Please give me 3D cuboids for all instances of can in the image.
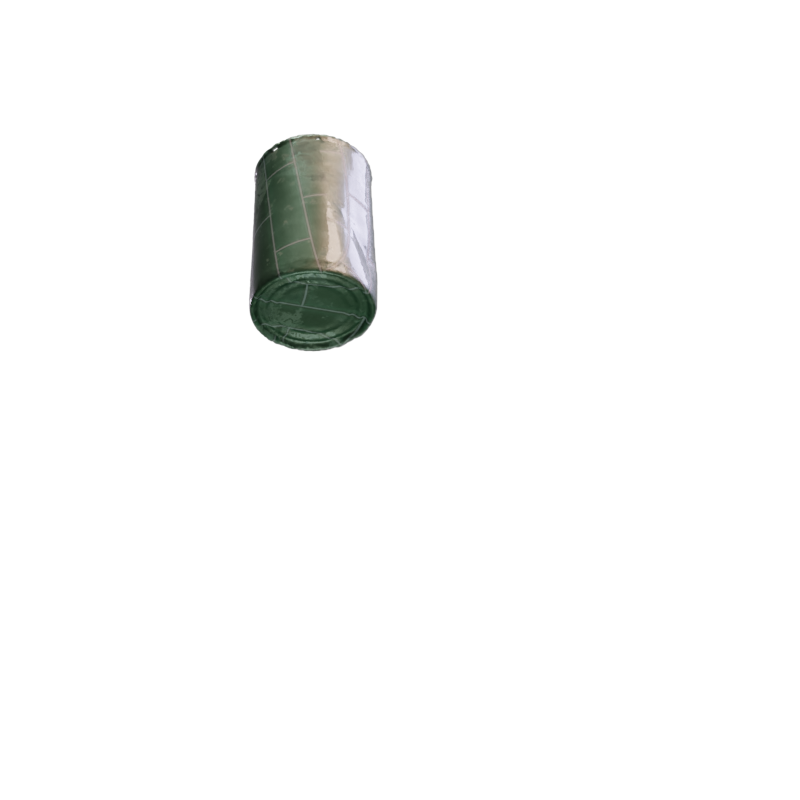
[{"bbox_3d":[-0.047,-0.086,0.605,0.068,0.110,0.064,-1,-40,-3],"label":"can"}]
